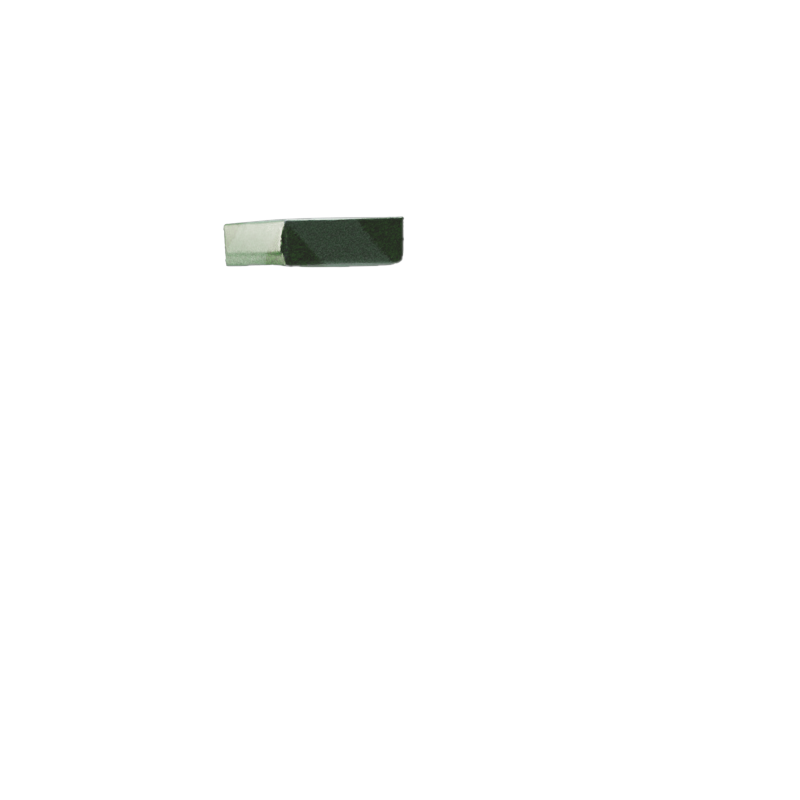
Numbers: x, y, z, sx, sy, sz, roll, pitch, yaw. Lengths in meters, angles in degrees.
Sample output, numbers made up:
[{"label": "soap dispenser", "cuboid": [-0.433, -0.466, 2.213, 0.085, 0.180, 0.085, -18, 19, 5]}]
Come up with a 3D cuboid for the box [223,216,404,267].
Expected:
[{"label": "box", "cuboid": [-0.067, -0.122, 0.857, 0.110, 0.039, 0.094, -5, 8, -36]}]
